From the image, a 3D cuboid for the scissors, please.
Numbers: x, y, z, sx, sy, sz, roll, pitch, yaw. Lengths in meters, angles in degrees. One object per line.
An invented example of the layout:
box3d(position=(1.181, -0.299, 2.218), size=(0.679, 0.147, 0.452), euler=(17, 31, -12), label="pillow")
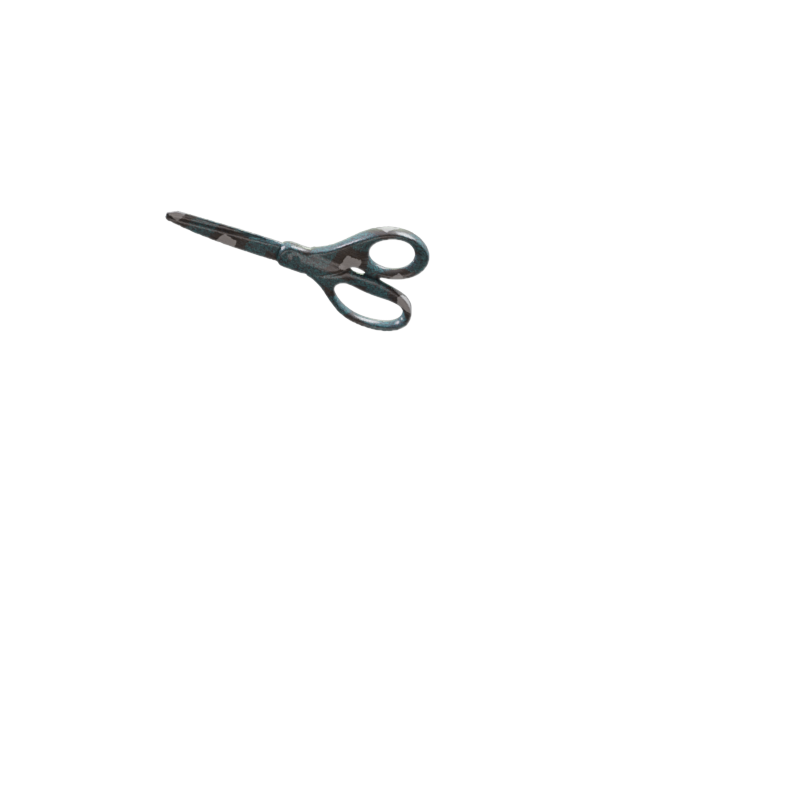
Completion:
box3d(position=(-0.065, -0.118, 0.824), size=(0.193, 0.094, 0.017), euler=(31, 27, -18), label="scissors")
